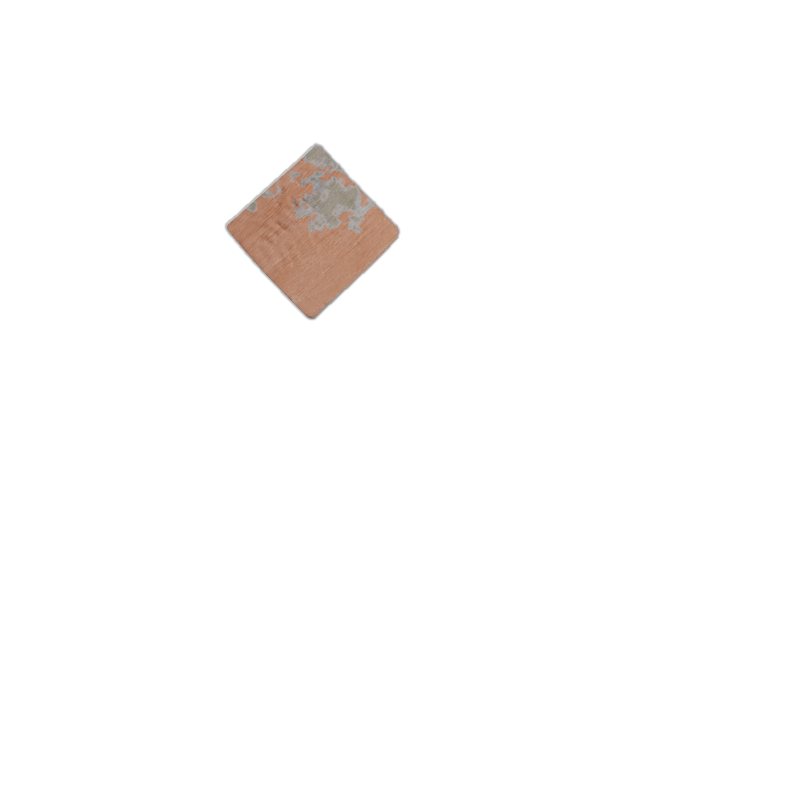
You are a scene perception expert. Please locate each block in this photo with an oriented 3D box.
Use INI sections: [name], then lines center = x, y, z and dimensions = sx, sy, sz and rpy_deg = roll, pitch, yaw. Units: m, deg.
[block]
center = -0.068, -0.124, 0.870
dimensions = 0.091, 0.090, 0.206
rpy_deg = -43, 4, -1
